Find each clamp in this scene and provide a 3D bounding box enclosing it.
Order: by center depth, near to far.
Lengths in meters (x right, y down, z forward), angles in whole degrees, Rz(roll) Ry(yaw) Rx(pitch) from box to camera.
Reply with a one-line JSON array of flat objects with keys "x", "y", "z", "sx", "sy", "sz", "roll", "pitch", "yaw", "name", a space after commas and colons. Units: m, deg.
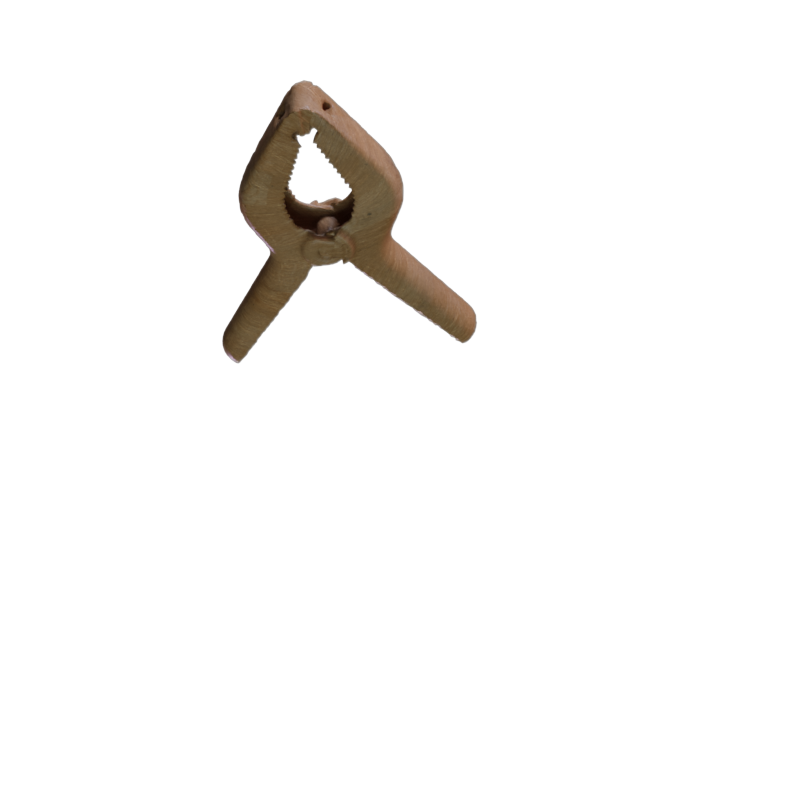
[{"x": -0.052, "y": -0.095, "z": 0.663, "sx": 0.166, "sy": 0.039, "sz": 0.194, "roll": -10, "pitch": -44, "yaw": 10, "name": "clamp"}]
